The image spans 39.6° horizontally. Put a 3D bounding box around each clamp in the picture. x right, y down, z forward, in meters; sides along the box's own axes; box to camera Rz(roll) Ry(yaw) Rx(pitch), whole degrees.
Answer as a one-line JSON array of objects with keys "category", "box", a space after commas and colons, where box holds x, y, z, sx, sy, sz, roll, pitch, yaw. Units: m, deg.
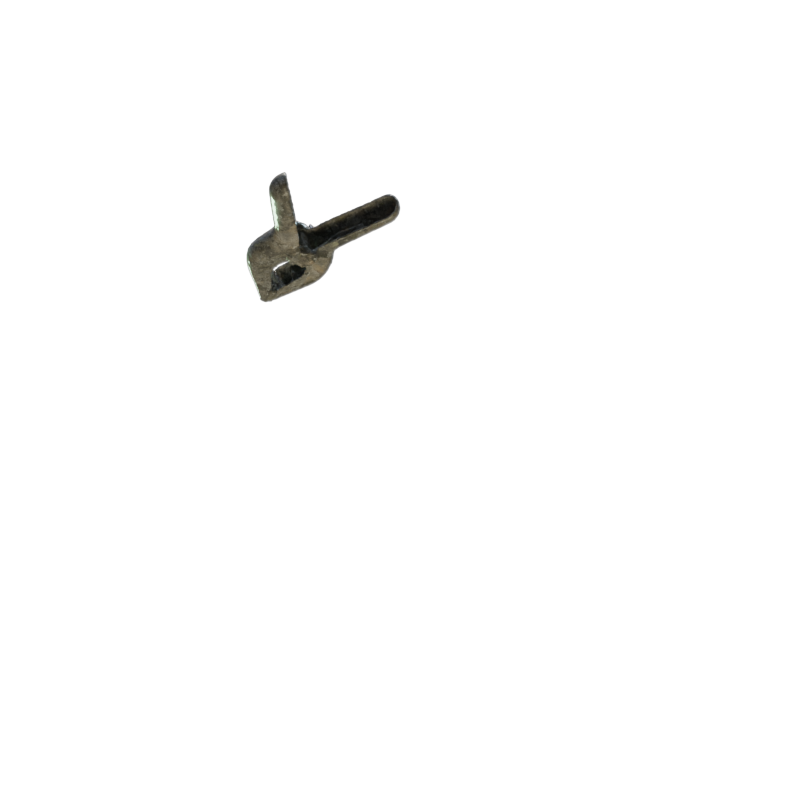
[{"category": "clamp", "box": [-0.078, -0.142, 0.994, 0.117, 0.042, 0.165, 10, -29, -18]}]
